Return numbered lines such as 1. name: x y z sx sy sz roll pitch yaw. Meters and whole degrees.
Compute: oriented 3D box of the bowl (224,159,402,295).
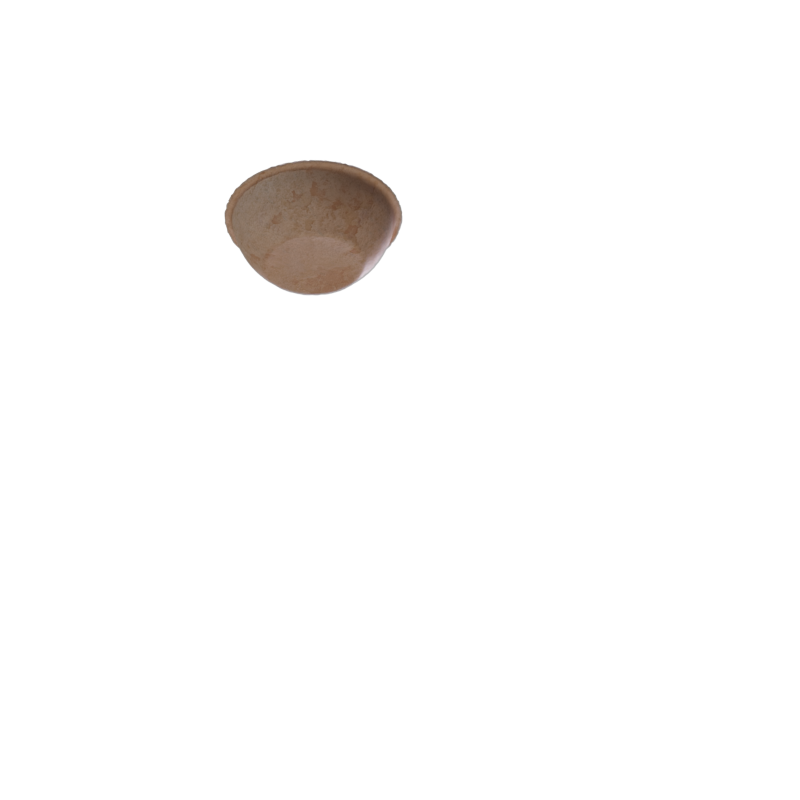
1. bowl: -0.078 -0.142 0.993 0.162 0.059 0.152 1 -34 -2
